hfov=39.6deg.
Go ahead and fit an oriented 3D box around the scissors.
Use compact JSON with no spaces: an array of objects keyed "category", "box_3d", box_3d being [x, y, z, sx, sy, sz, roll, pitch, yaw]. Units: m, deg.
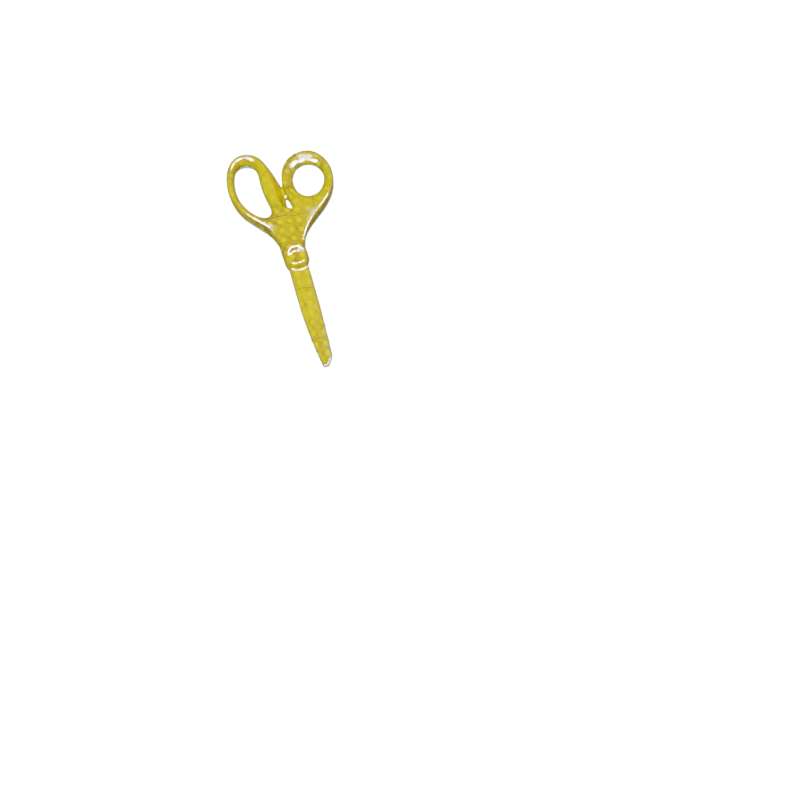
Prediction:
[{"category":"scissors","box_3d":[-0.069,-0.127,0.886,0.096,0.215,0.015,-27,-26,-15]}]
